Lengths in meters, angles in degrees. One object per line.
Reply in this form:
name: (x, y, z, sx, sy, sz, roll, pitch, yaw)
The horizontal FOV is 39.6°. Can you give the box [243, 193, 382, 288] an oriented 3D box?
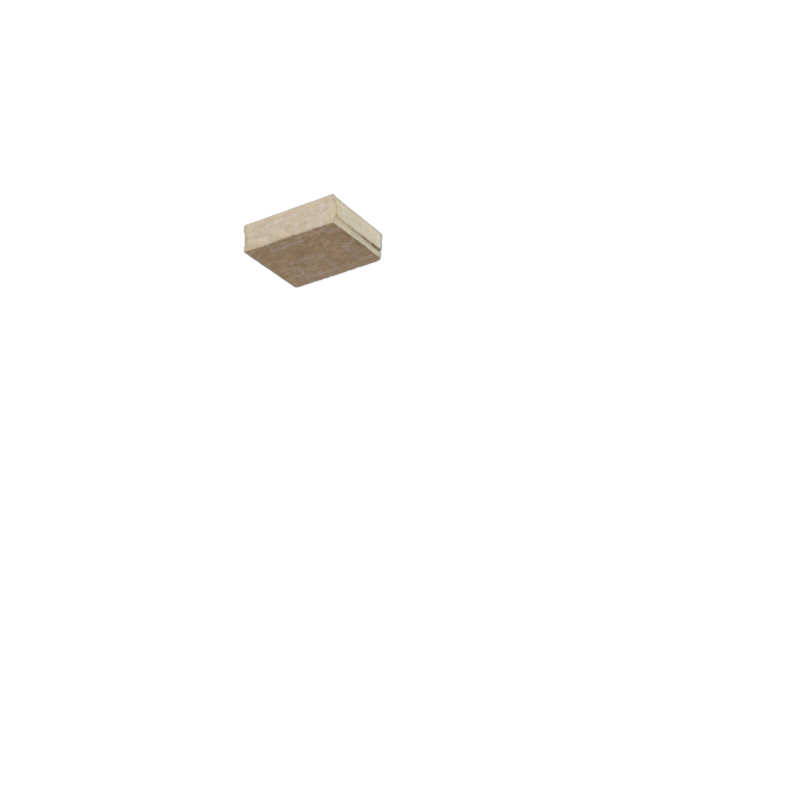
box: (-0.070, -0.128, 0.897, 0.090, 0.032, 0.068, -15, -29, 29)
